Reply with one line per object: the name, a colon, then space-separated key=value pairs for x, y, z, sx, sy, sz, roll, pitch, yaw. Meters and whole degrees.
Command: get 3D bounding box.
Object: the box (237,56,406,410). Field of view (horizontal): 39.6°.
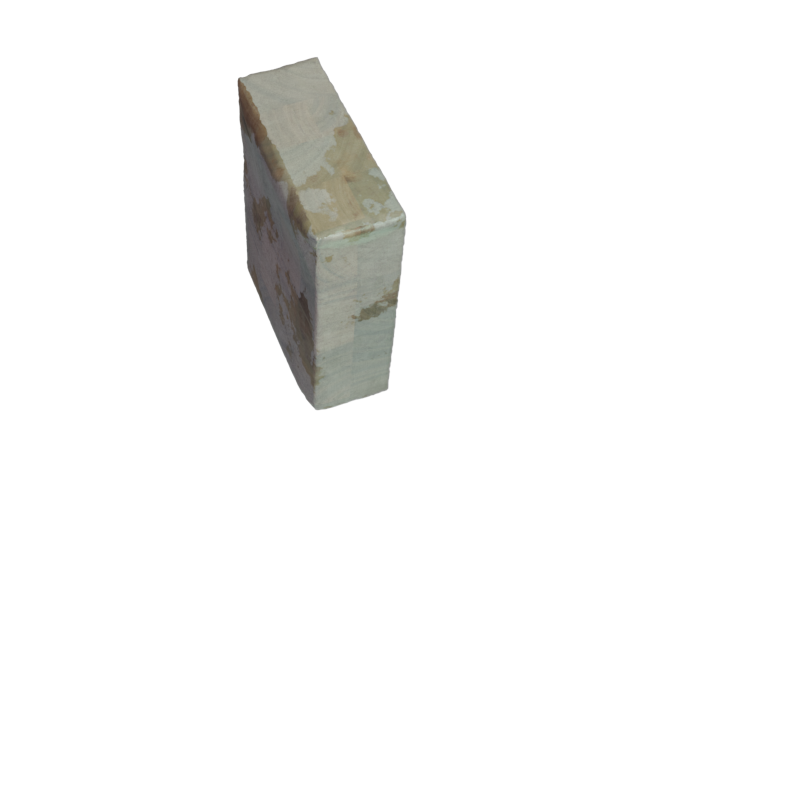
box: x=-0.065 y=-0.118 z=0.825 sx=0.071 sy=0.177 sz=0.200 roll=-17 pitch=-32 yaw=-15
